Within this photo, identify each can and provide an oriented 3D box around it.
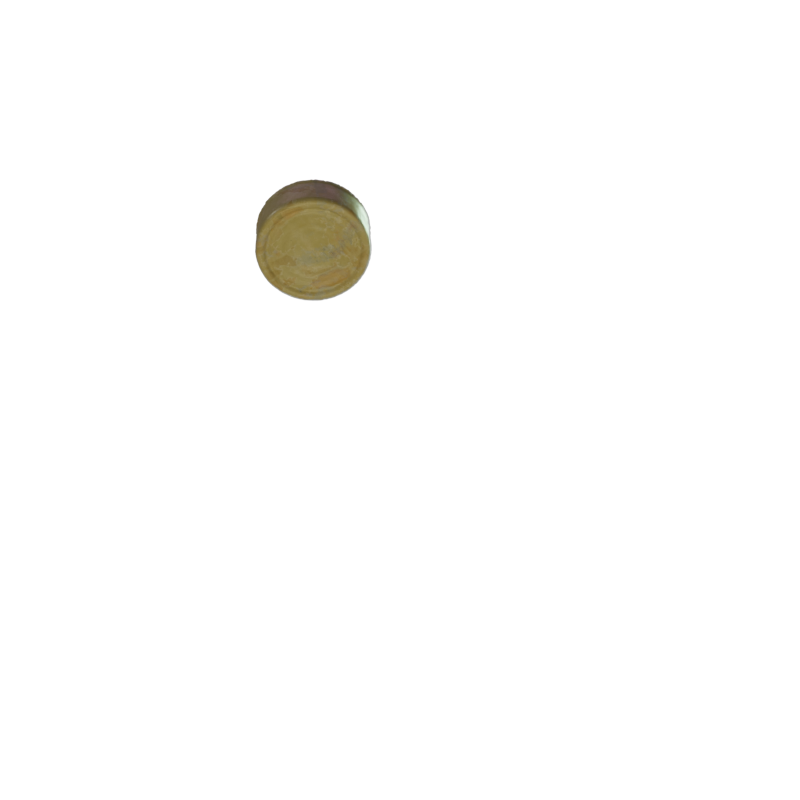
[{"bbox_3d":[-0.064,-0.116,0.814,0.086,0.081,0.036,1,31,-1],"label":"can"}]
